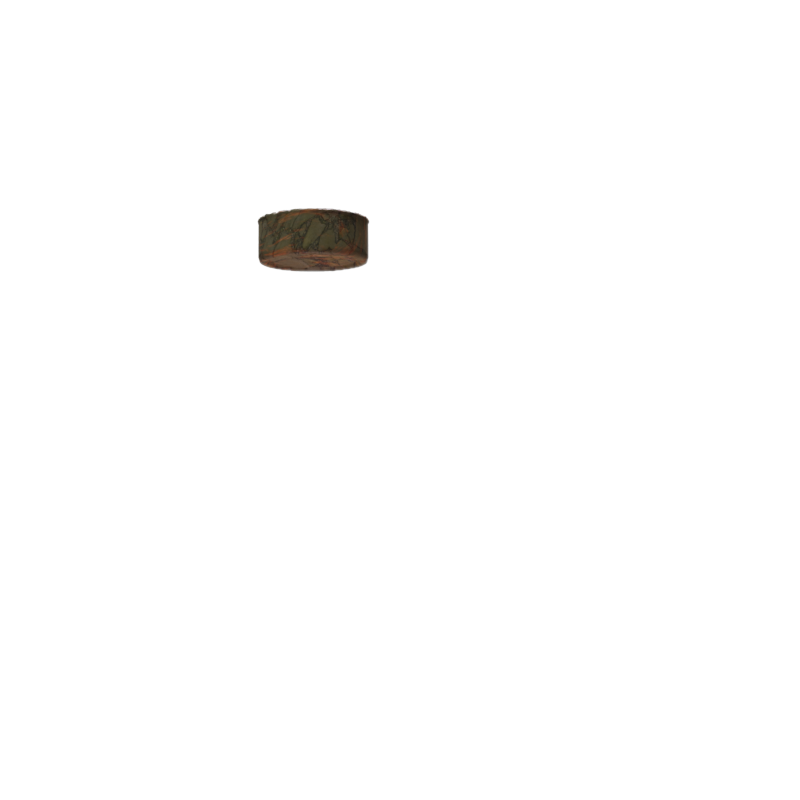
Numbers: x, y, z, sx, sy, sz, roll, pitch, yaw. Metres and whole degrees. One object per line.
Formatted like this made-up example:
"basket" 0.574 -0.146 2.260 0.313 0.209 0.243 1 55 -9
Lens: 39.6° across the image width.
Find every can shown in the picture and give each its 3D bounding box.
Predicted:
"can" -0.067 -0.121 0.851 0.086 0.034 0.084 0 -4 -2
